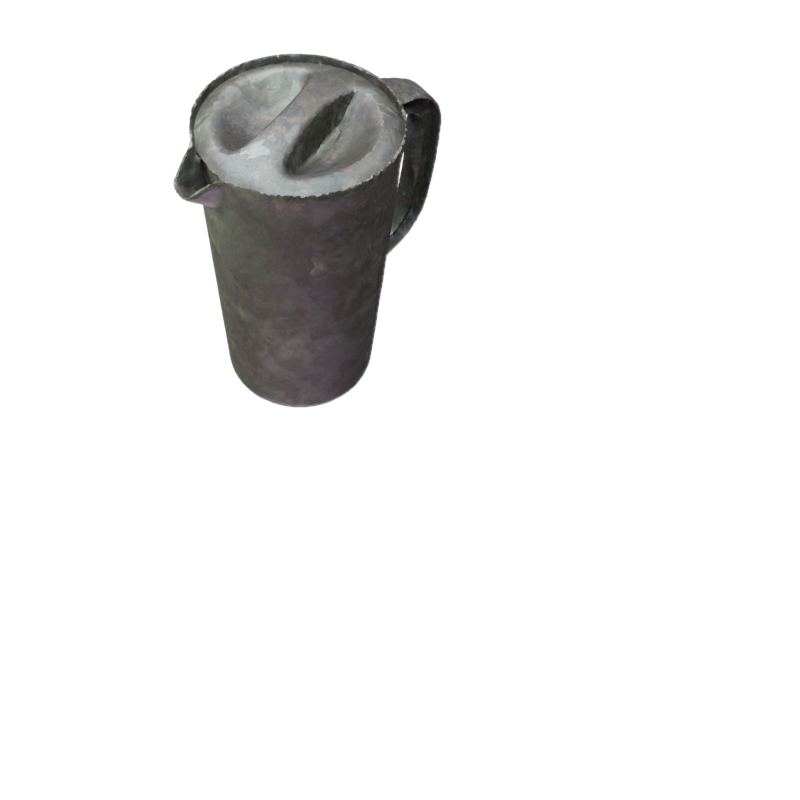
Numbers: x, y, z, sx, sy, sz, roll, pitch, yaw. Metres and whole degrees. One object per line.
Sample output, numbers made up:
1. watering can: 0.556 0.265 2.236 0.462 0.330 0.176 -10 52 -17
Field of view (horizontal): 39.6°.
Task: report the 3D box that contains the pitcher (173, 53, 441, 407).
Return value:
1. pitcher: -0.060 -0.109 0.760 0.151 0.154 0.227 10 -38 4
